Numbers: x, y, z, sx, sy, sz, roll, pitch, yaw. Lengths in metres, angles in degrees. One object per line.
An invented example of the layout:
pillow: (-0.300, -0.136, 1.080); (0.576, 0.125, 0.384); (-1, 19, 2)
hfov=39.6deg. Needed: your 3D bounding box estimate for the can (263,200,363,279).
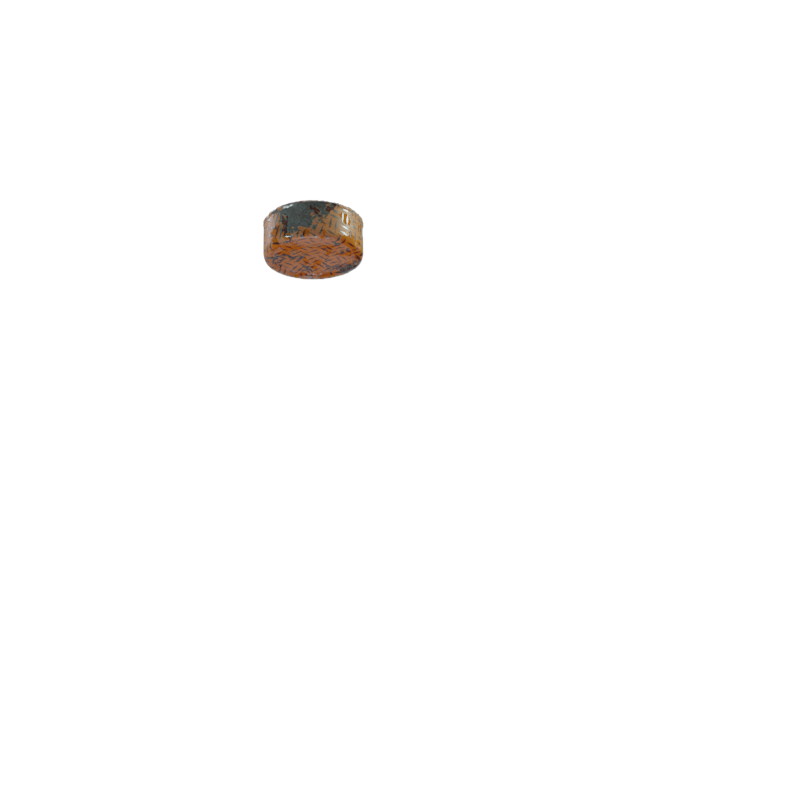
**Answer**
can: (-0.074, -0.134, 0.941); (0.086, 0.035, 0.082); (0, -21, -2)
